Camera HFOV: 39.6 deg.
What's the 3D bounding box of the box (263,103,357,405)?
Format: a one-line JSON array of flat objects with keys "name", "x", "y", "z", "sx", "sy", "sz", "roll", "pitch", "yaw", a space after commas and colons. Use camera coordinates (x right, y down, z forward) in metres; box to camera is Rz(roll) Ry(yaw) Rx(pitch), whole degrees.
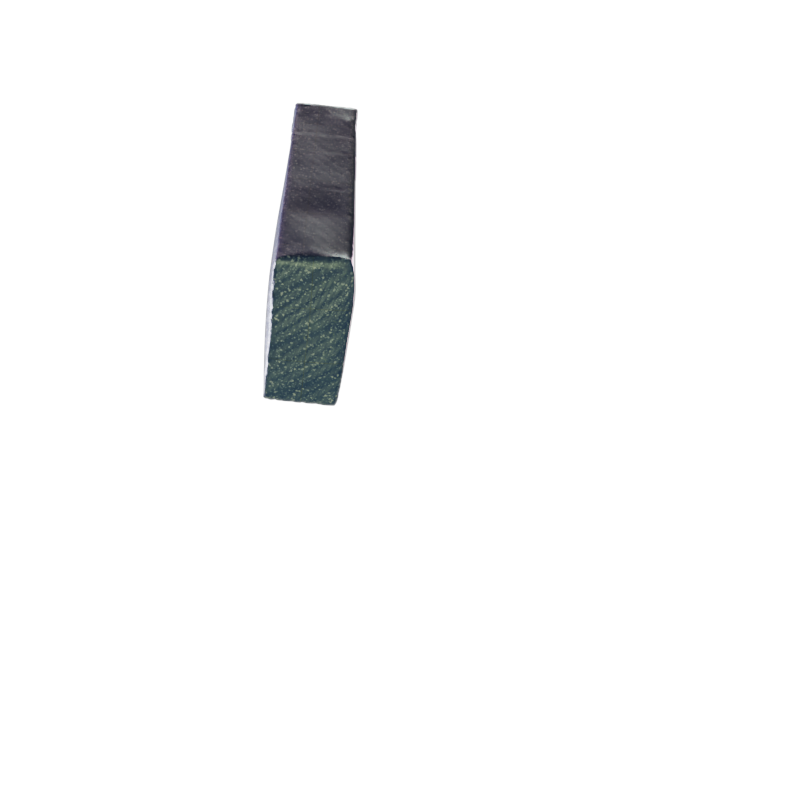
[{"name": "box", "x": -0.050, "y": -0.090, "z": 0.634, "sx": 0.048, "sy": 0.088, "sz": 0.189, "roll": 4, "pitch": 37, "yaw": -7}]
